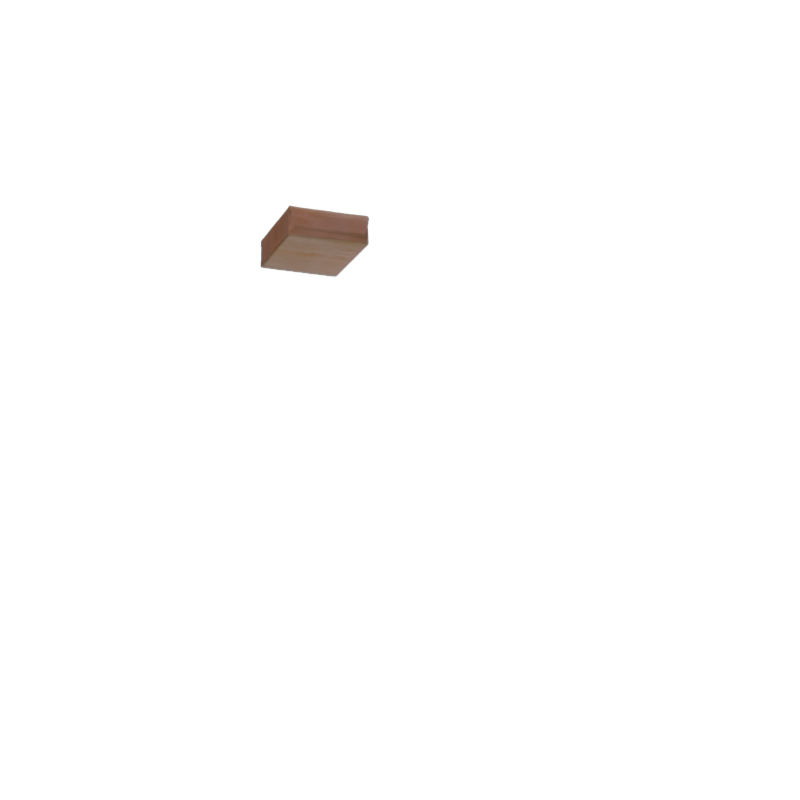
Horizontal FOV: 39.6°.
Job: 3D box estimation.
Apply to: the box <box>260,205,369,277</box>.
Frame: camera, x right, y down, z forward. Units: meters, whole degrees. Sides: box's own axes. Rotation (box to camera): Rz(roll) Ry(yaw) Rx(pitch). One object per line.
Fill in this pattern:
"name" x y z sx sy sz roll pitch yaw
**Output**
"box" -0.076 -0.139 0.971 0.071 0.031 0.088 6 -16 -20
